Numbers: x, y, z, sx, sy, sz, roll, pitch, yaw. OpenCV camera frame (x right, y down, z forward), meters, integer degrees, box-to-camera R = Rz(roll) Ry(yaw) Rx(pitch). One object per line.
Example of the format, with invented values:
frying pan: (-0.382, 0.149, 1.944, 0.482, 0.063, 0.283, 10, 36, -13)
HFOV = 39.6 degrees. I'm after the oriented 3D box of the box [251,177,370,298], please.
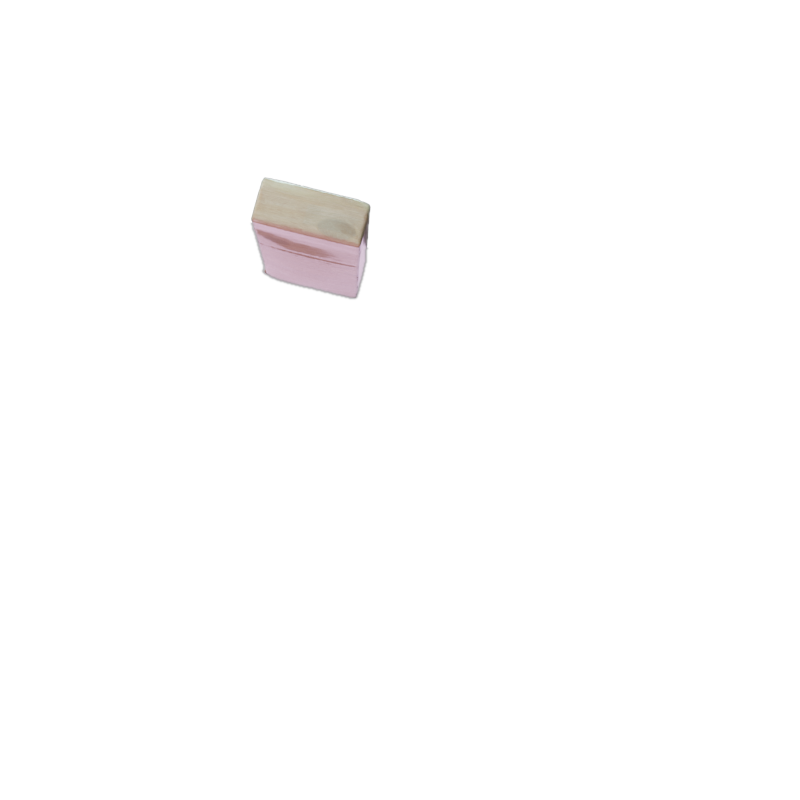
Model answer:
box: (-0.076, -0.139, 0.969, 0.094, 0.049, 0.170, 15, -12, 0)
